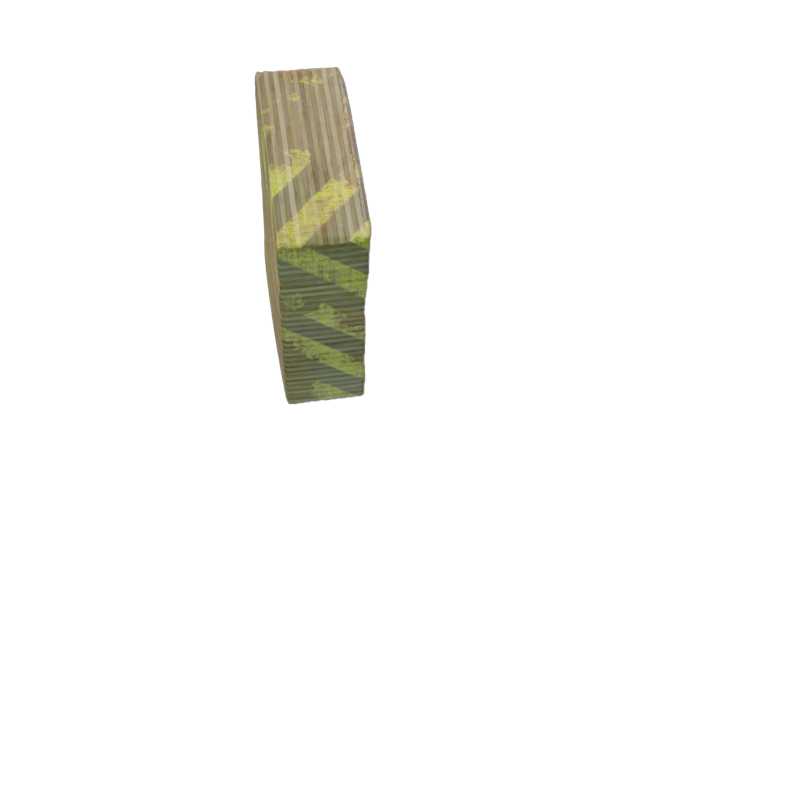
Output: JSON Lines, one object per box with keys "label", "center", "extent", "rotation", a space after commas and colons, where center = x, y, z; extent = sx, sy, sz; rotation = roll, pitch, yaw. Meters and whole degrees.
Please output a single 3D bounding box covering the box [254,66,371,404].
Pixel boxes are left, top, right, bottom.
{"label": "box", "center": [-0.066, -0.121, 0.846], "extent": [0.071, 0.176, 0.200], "rotation": [-6, -32, -8]}
